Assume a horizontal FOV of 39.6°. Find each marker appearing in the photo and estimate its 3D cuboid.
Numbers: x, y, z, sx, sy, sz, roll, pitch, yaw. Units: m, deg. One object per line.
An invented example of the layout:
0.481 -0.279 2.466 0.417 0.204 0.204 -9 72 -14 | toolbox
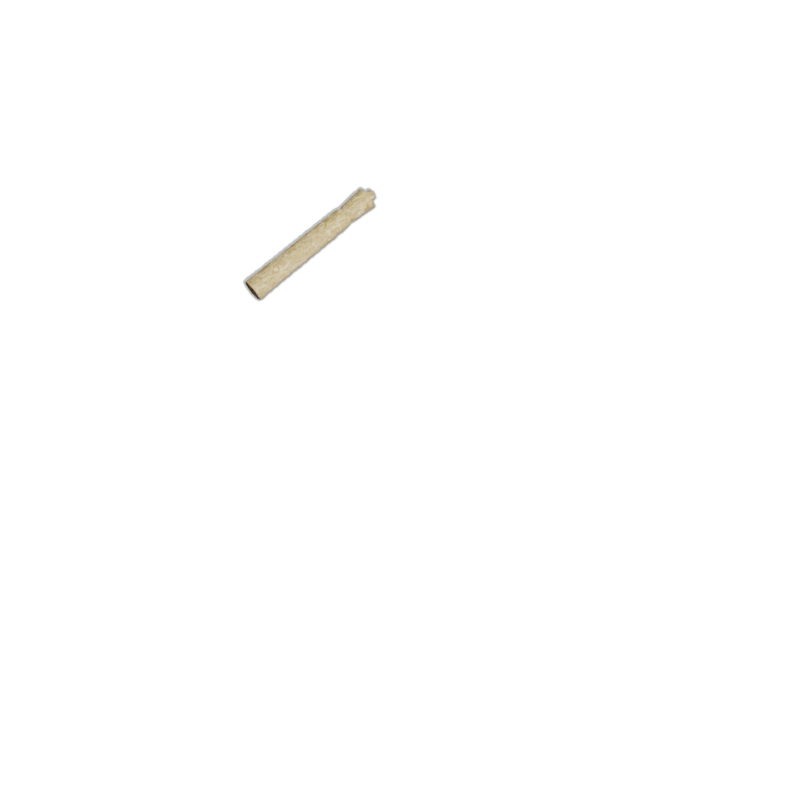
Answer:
-0.066 -0.120 0.839 0.122 0.019 0.020 -41 16 -13 | marker
